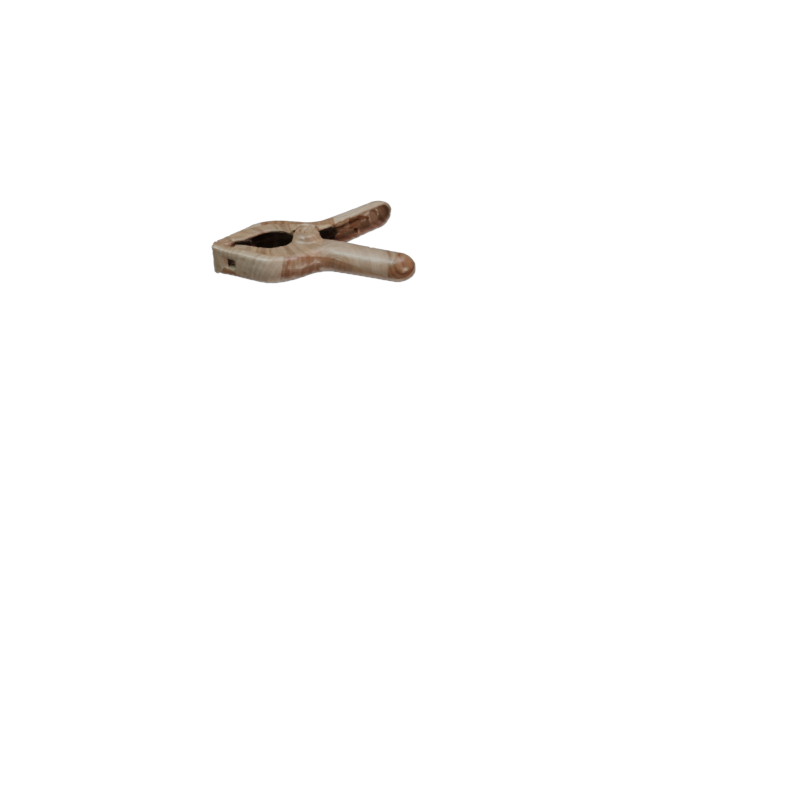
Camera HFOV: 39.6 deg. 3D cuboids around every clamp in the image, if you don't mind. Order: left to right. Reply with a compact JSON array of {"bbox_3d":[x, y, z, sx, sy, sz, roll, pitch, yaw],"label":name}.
[{"bbox_3d":[-0.075,-0.138,0.964,0.171,0.037,0.127,0,29,0],"label":"clamp"}]
